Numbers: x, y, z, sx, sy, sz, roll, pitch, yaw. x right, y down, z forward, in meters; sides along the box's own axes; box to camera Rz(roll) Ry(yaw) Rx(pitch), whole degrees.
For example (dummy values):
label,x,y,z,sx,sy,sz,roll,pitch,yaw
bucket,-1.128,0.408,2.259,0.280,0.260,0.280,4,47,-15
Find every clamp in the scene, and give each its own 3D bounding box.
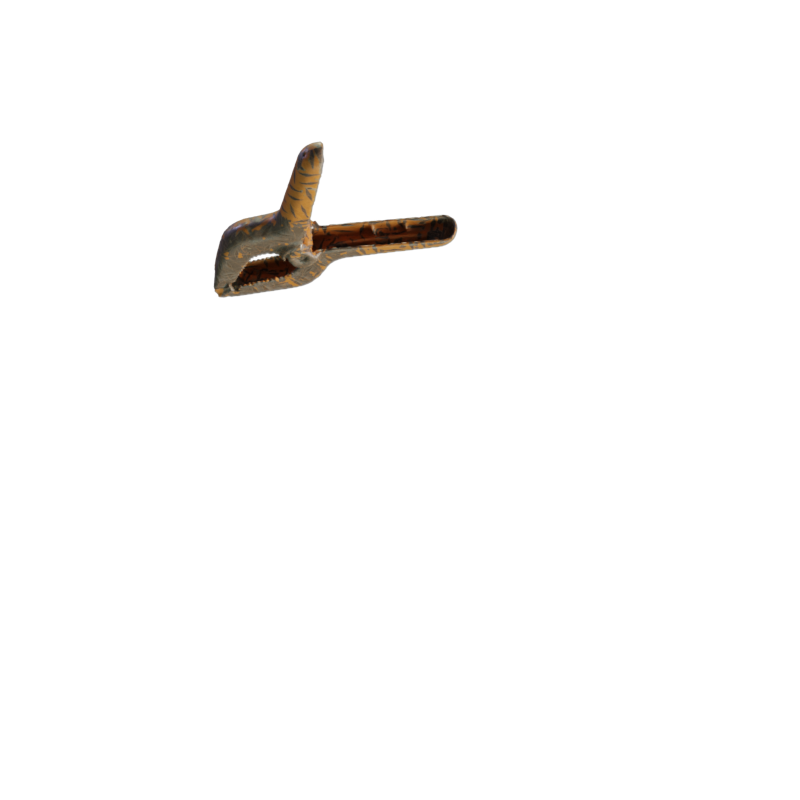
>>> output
label,x,y,z,sx,sy,sz,roll,pitch,yaw
clamp,-0.070,-0.128,0.900,0.155,0.039,0.210,20,-31,-36
